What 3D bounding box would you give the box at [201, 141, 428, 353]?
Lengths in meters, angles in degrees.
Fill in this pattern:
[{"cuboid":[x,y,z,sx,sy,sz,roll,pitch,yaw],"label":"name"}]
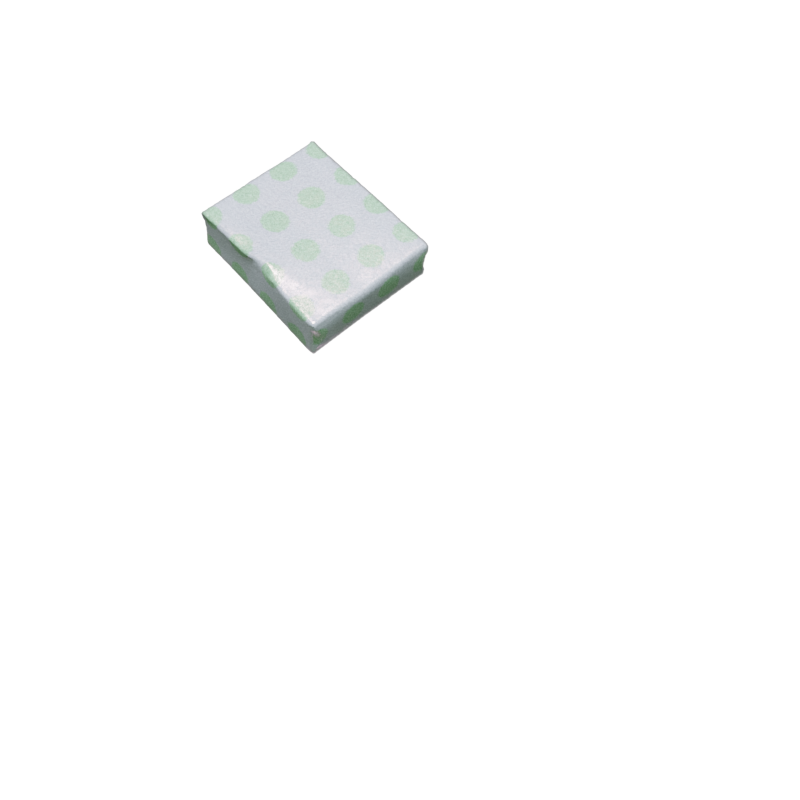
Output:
[{"cuboid":[-0.043,-0.079,0.549,0.073,0.095,0.028,-36,-25,-20],"label":"box"}]
